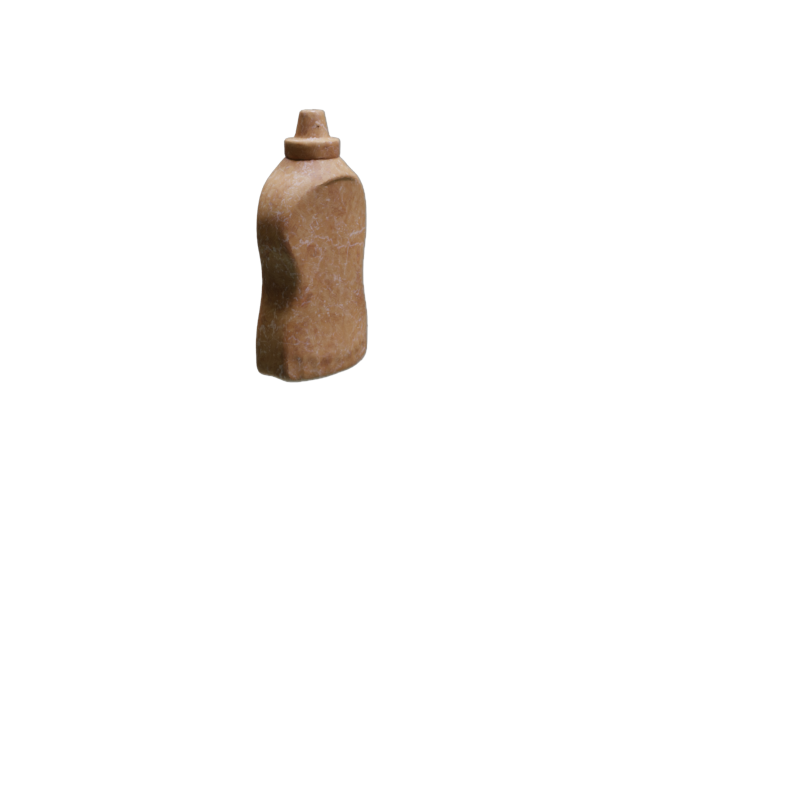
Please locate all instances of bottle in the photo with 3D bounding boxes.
[{"bbox_3d":[-0.064,-0.116,0.810,0.061,0.186,0.094,11,17,39],"label":"bottle"}]
